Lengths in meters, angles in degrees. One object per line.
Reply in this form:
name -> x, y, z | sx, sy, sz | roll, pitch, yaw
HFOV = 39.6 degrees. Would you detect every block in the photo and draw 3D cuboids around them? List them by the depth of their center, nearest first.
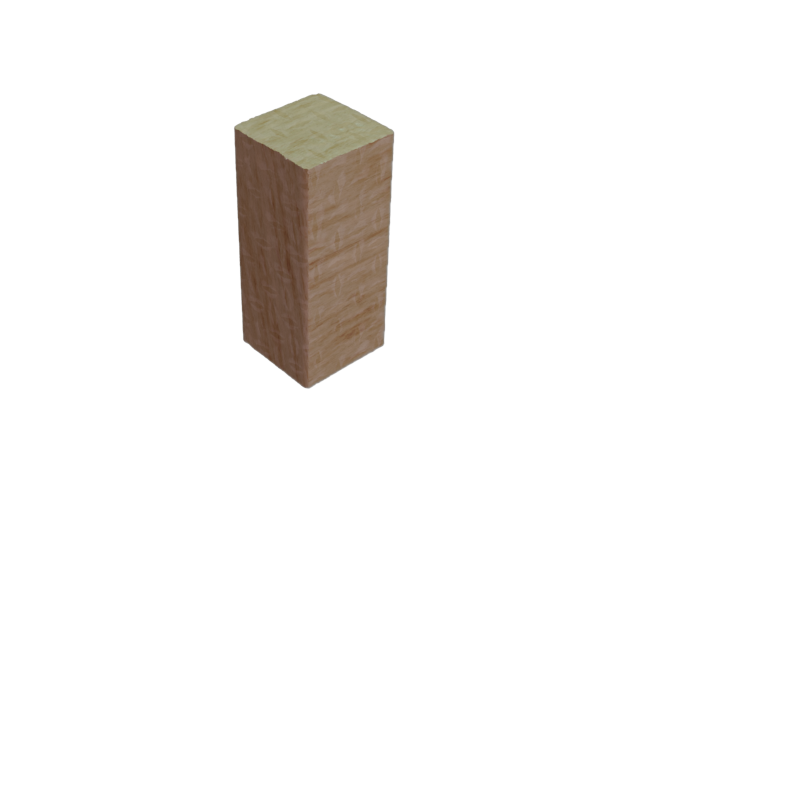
block -> -0.070, -0.128, 0.891 | 0.090, 0.193, 0.096 | -29, 47, -34
